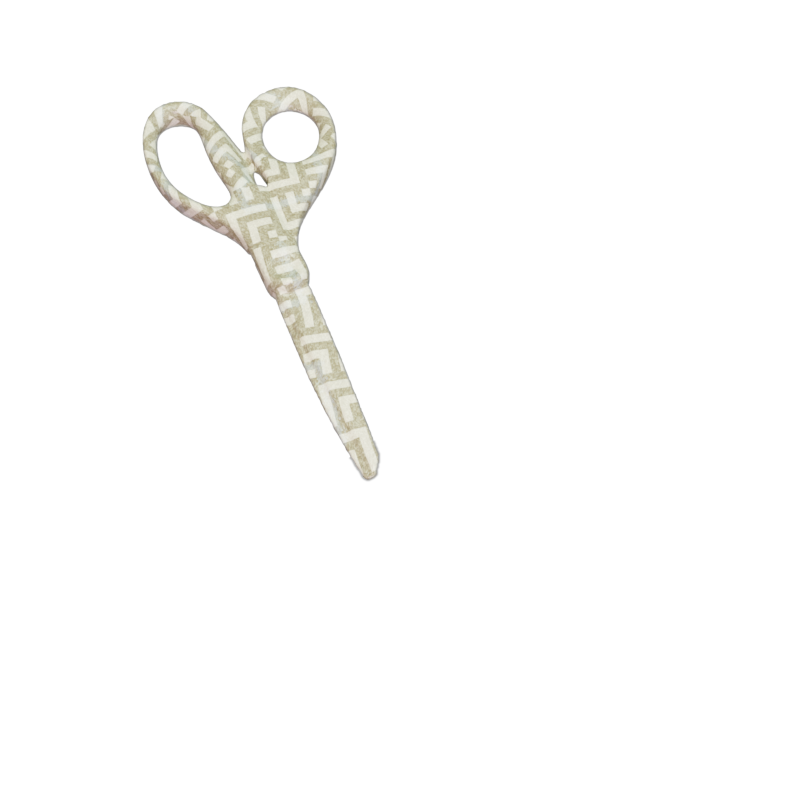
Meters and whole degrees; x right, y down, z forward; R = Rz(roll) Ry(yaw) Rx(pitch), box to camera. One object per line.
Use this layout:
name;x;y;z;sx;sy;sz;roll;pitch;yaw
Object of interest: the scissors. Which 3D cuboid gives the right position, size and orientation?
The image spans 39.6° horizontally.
scissors;-0.037;-0.068;0.476;0.096;0.215;0.015;-32;-27;-19
